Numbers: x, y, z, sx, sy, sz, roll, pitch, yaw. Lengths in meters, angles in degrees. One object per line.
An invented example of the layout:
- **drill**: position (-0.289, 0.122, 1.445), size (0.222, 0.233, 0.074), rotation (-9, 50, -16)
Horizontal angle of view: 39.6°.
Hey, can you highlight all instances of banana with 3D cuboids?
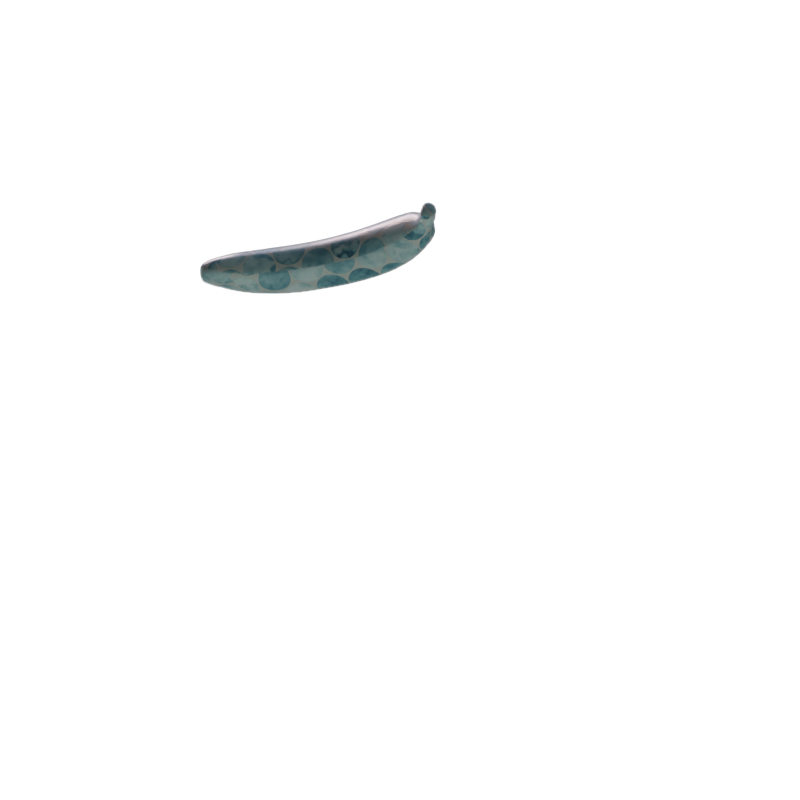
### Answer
- **banana**: position (-0.053, -0.111, 0.835), size (0.200, 0.039, 0.064), rotation (-13, -30, 24)
